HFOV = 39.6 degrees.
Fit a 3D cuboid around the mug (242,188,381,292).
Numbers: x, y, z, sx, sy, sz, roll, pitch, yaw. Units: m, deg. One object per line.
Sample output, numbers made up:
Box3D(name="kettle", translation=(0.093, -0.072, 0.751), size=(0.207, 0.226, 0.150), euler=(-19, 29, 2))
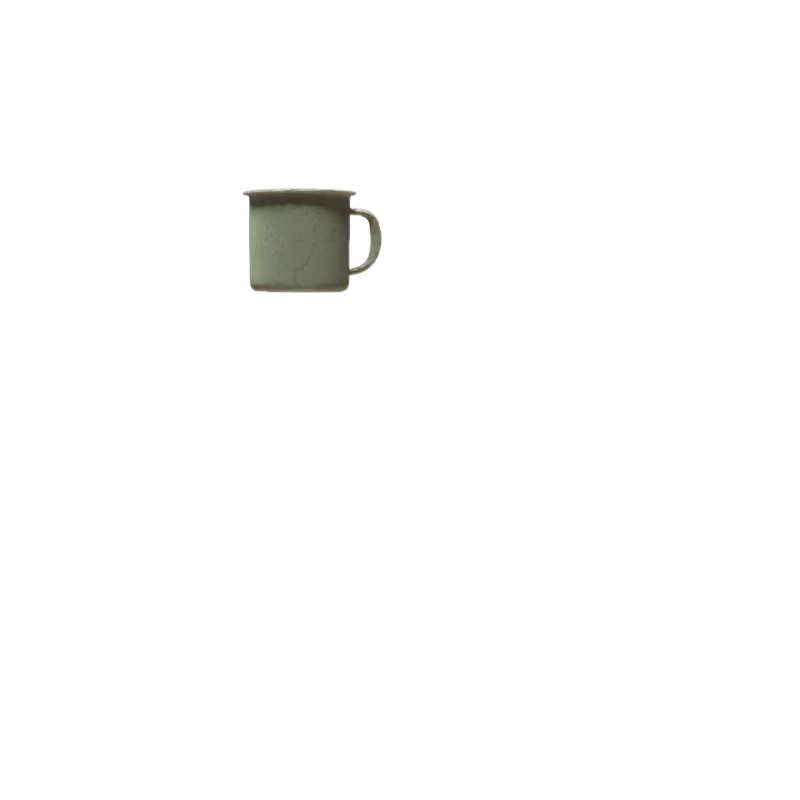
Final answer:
Box3D(name="mug", translation=(-0.071, -0.130, 0.908), size=(0.114, 0.081, 0.096), euler=(-2, 4, -22))
